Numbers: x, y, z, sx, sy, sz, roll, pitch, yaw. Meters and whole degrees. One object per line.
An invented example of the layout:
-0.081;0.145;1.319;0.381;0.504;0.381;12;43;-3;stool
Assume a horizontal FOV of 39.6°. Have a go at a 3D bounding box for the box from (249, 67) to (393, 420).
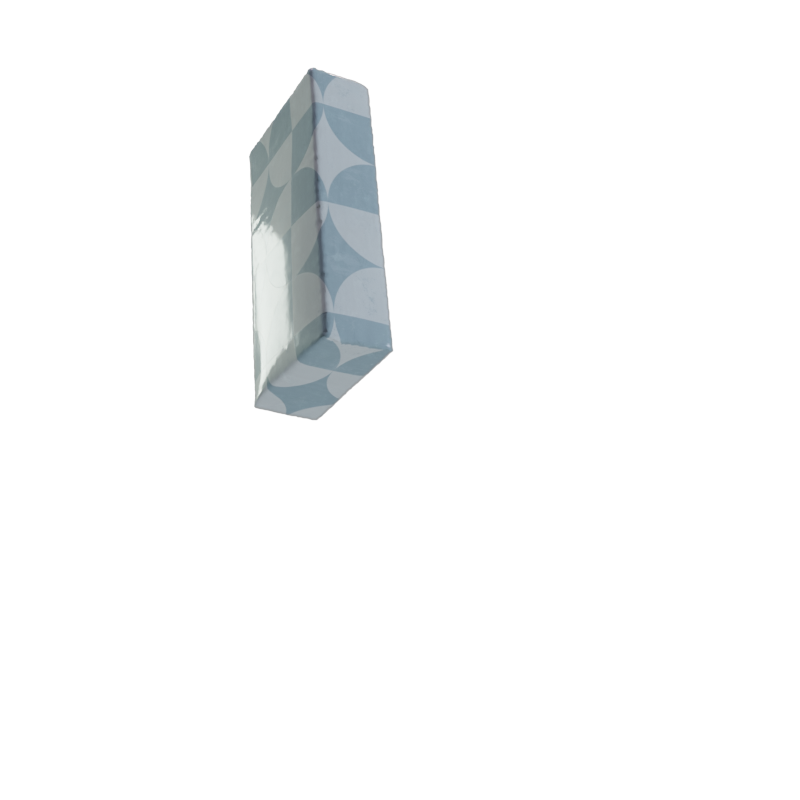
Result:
-0.048;-0.089;0.622;0.046;0.188;0.091;14;-34;-26;box
